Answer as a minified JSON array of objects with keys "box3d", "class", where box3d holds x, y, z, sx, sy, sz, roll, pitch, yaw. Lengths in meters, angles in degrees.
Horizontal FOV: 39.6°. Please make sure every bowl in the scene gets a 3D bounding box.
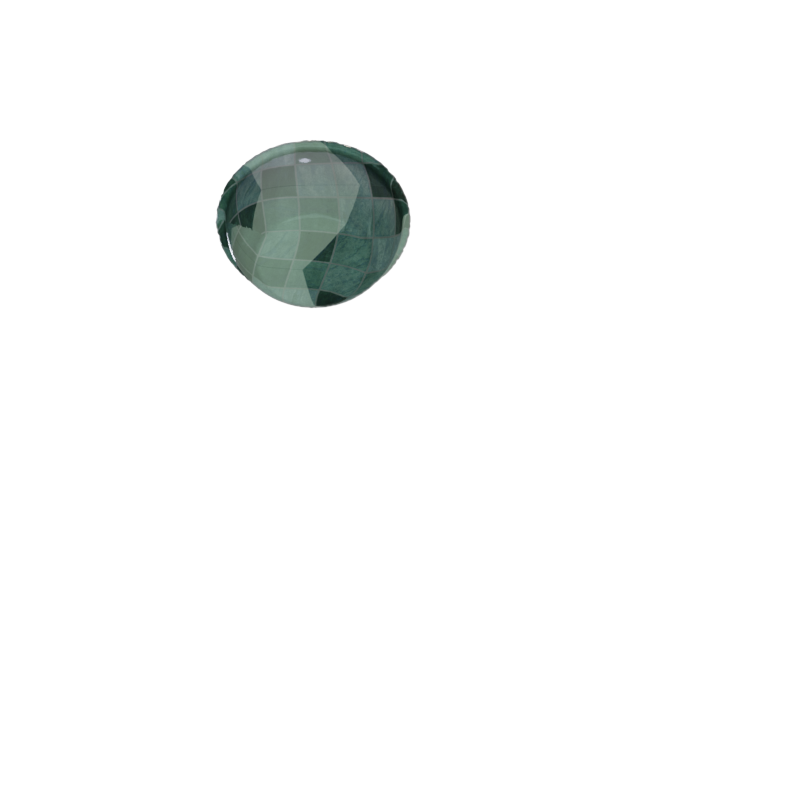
[{"box3d":[-0.071,-0.129,0.901,0.162,0.151,0.059,1,38,-1],"class":"bowl"}]
